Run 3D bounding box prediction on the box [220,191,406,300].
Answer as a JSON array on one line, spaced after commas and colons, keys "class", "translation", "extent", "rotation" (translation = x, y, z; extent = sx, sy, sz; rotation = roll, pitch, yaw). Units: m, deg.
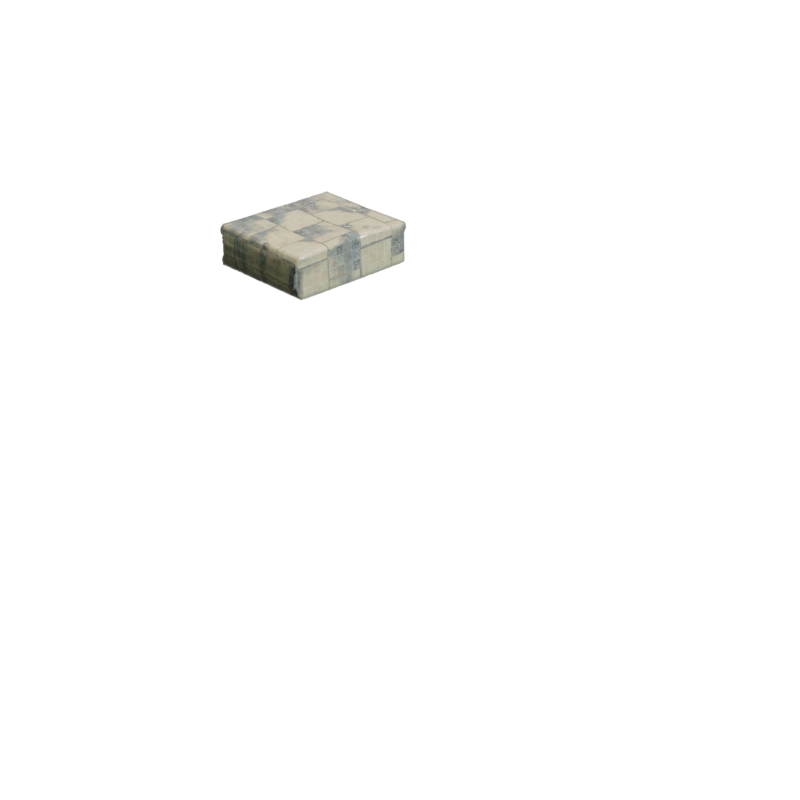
[{"class": "box", "translation": [-0.053, -0.096, 0.673], "extent": [0.088, 0.029, 0.078], "rotation": [-24, 37, -37]}]
